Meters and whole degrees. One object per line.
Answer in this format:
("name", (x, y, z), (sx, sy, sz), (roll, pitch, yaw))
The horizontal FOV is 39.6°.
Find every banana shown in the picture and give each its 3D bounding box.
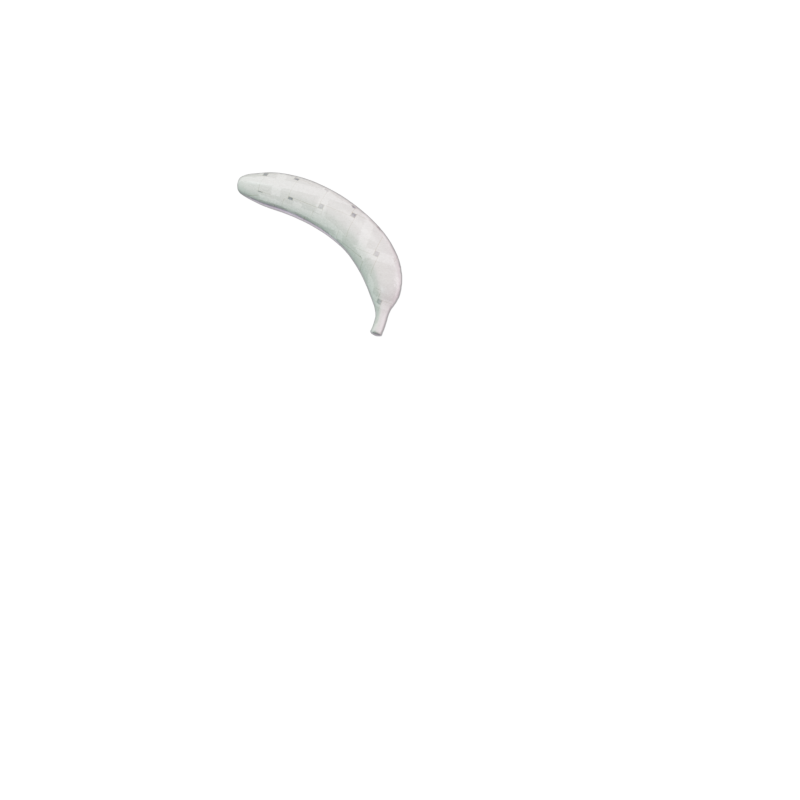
("banana", (-0.061, -0.149, 0.988), (0.070, 0.208, 0.035), (-37, -20, -16))
